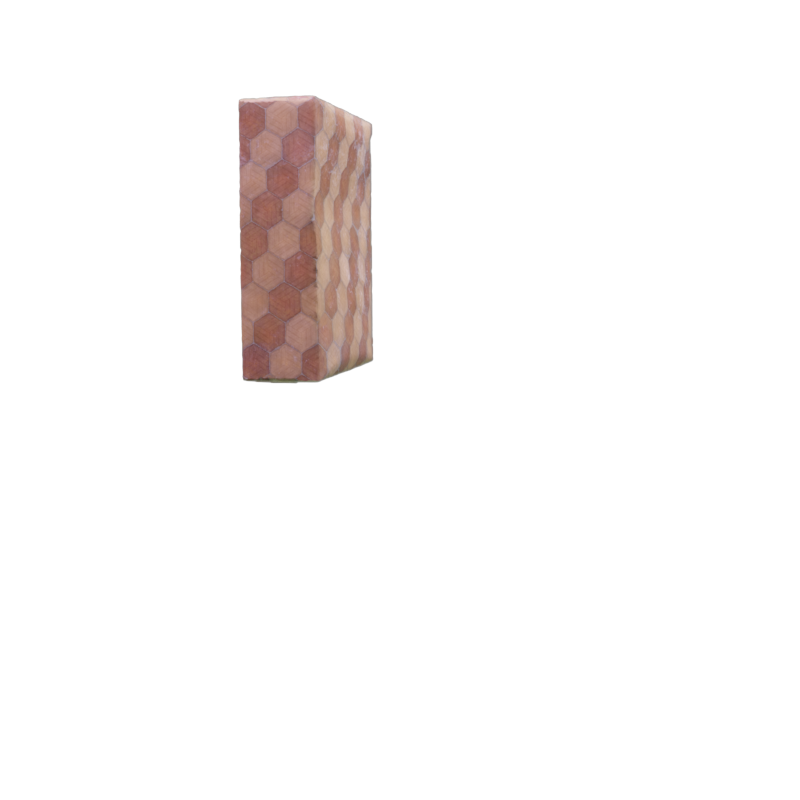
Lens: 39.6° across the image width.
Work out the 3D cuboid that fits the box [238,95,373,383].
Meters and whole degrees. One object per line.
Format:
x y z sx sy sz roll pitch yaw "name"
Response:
-0.070 -0.128 0.897 0.073 0.214 0.161 0 1 14 "box"
